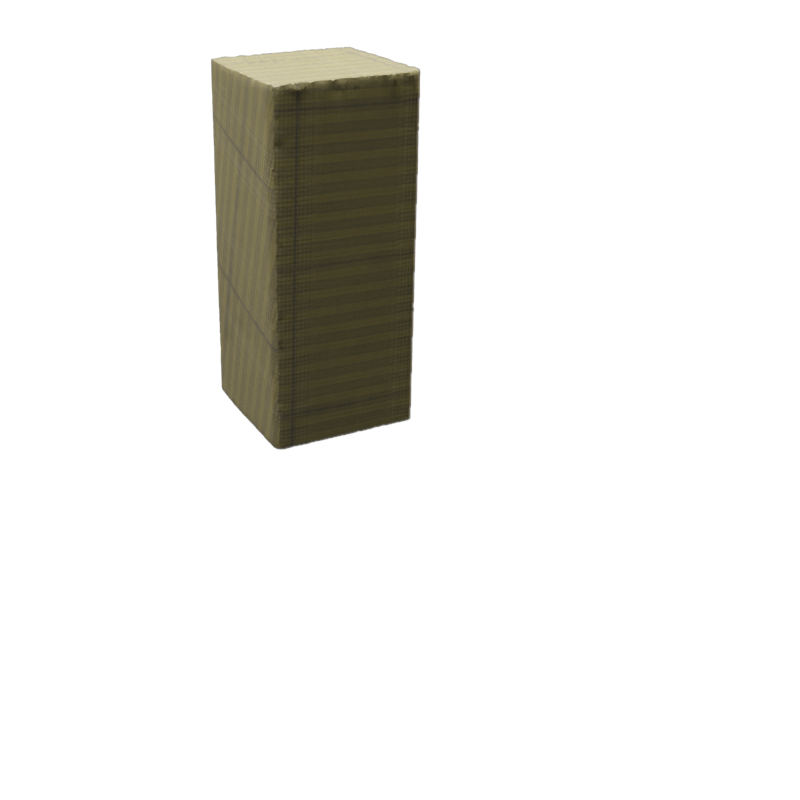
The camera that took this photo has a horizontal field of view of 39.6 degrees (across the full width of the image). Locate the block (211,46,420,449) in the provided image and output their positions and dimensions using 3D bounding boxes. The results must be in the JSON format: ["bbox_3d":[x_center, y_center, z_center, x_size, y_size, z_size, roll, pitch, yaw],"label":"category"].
[{"bbox_3d":[-0.050,-0.090,0.635,0.089,0.197,0.096,-9,24,-26],"label":"block"}]
